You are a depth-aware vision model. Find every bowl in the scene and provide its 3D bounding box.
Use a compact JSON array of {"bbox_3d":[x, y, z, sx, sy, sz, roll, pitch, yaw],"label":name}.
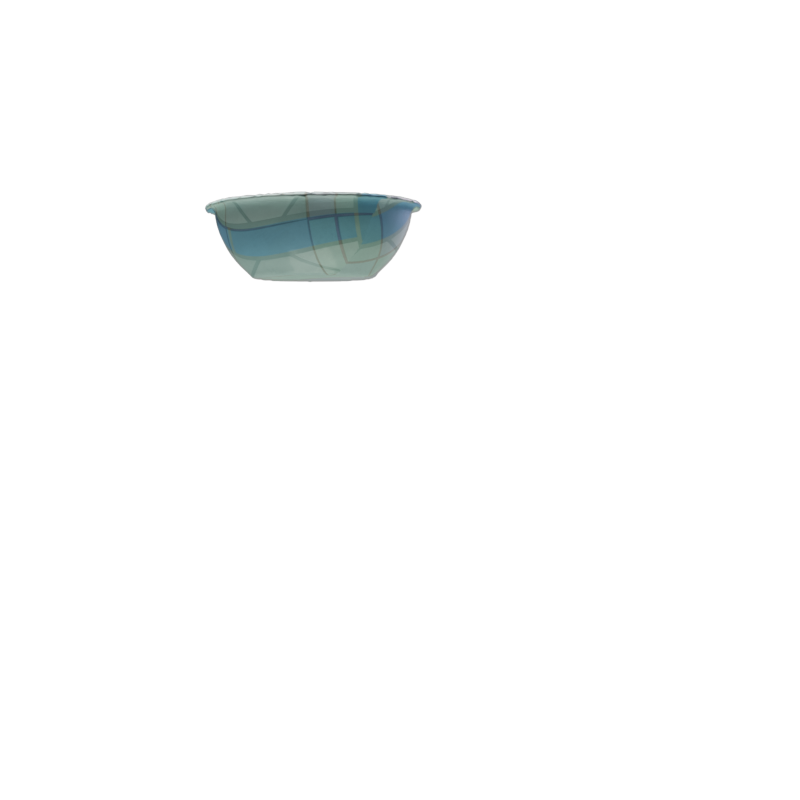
[{"bbox_3d":[-0.065,-0.118,0.824,0.162,0.055,0.162,0,2,-2],"label":"bowl"}]
